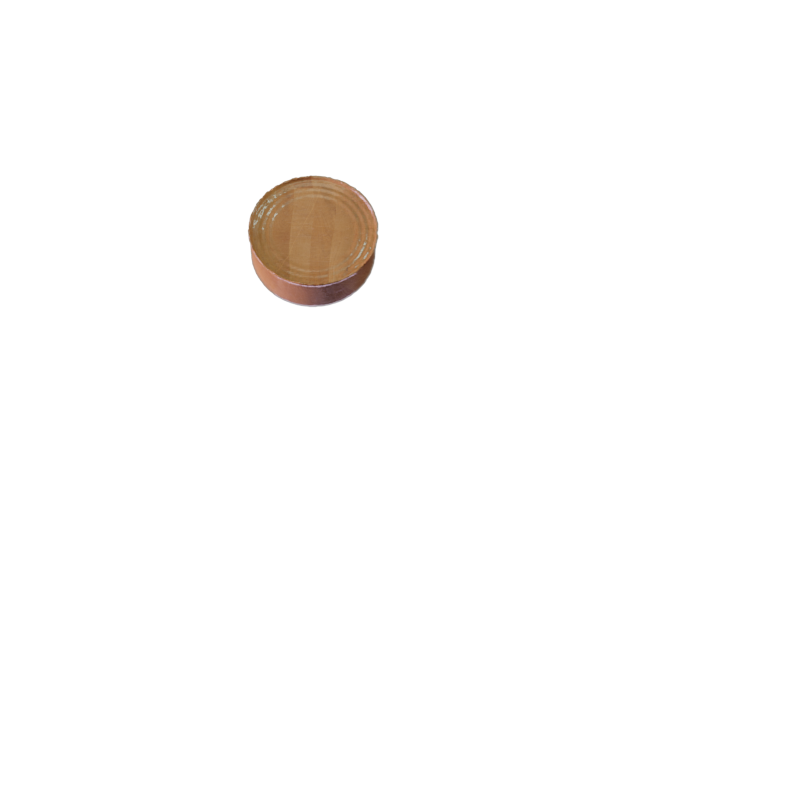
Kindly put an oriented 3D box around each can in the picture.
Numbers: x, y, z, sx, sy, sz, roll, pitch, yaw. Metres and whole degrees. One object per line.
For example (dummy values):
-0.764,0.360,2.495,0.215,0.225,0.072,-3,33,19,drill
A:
-0.058,-0.106,0.741,0.086,0.091,0.031,-1,-30,-1,can
